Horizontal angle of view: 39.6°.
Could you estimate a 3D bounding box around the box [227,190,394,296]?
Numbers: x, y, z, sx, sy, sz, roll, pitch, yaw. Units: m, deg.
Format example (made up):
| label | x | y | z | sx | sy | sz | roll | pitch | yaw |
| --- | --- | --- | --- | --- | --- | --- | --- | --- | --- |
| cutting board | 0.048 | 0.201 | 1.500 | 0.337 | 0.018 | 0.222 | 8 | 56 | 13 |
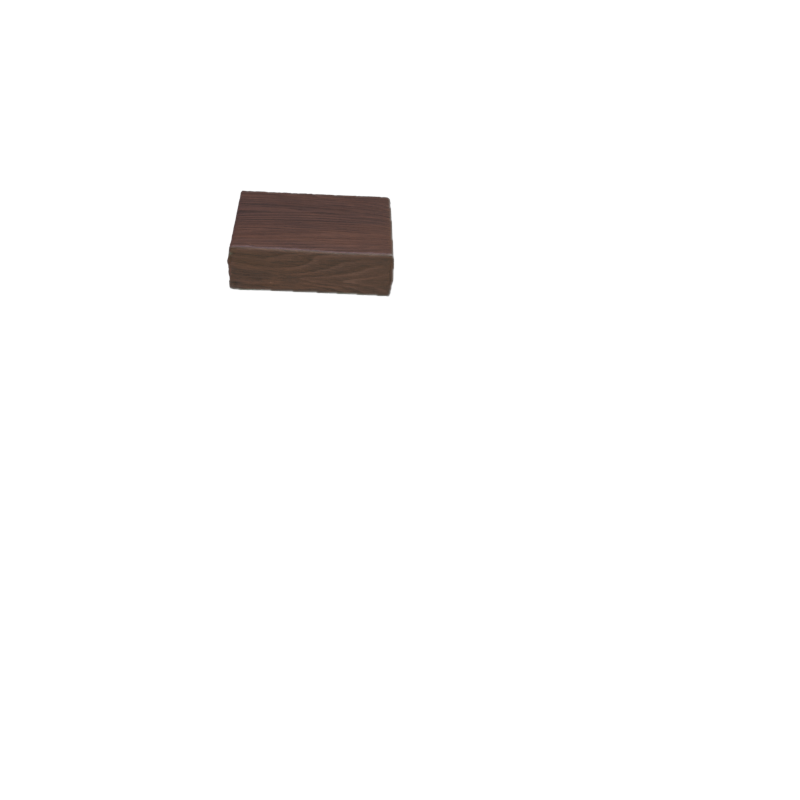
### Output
| label | x | y | z | sx | sy | sz | roll | pitch | yaw |
| --- | --- | --- | --- | --- | --- | --- | --- | --- | --- |
| box | -0.061 | -0.112 | 0.781 | 0.114 | 0.037 | 0.095 | 0 | 32 | 0 |
